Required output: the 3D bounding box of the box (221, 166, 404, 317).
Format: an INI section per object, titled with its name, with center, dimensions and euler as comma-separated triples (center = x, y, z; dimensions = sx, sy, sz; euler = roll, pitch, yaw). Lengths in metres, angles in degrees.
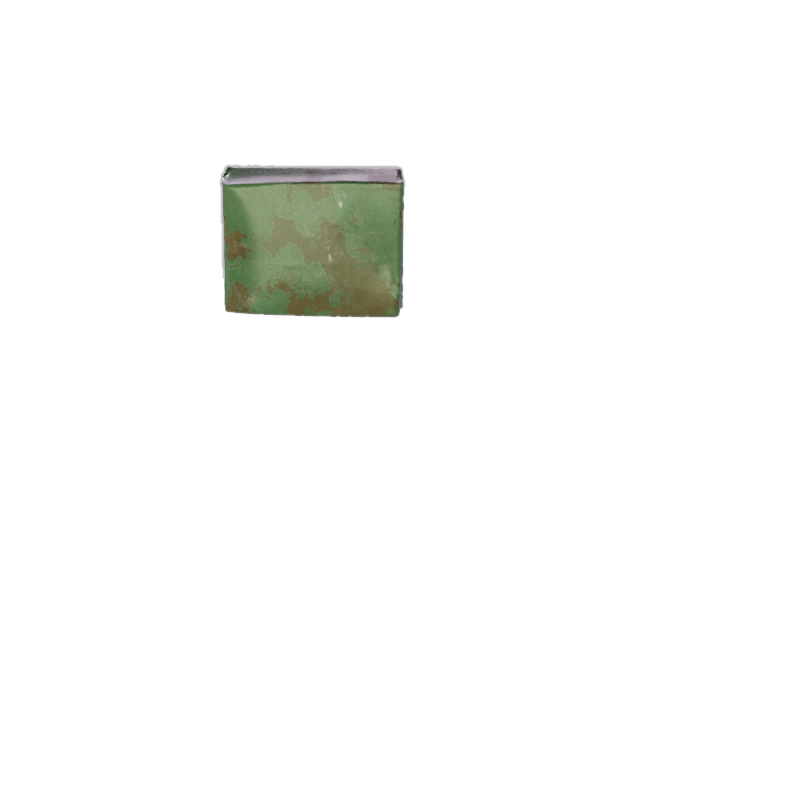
[box]
center = -0.054, -0.099, 0.694
dimensions = 0.113, 0.086, 0.041
euler = 1, 21, -1
